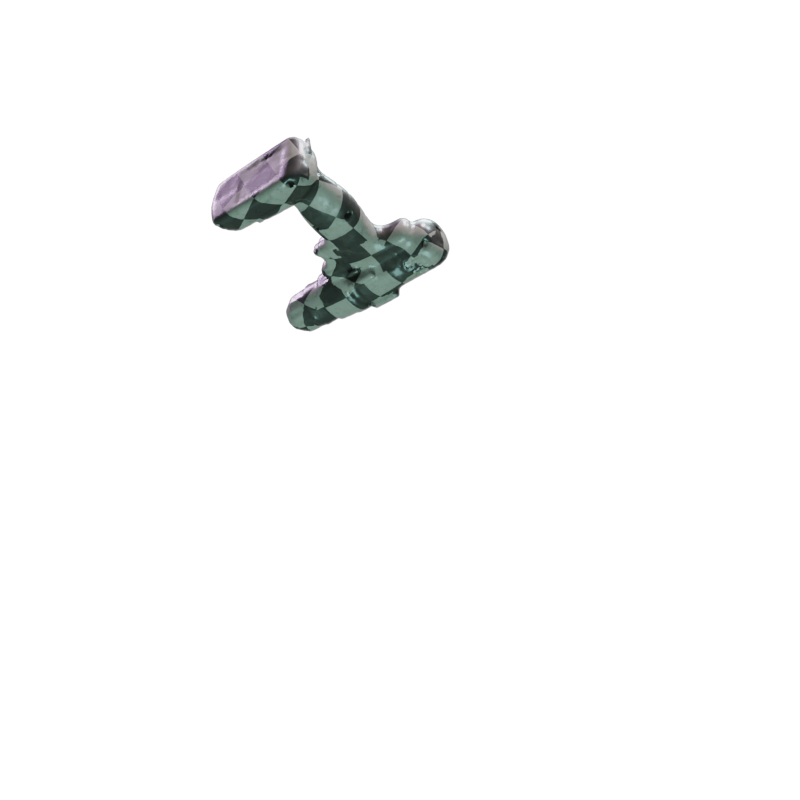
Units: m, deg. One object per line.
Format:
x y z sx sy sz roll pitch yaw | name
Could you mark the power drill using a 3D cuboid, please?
-0.078 -0.143 0.999 0.184 0.062 0.175 -29 -46 31 | power drill
